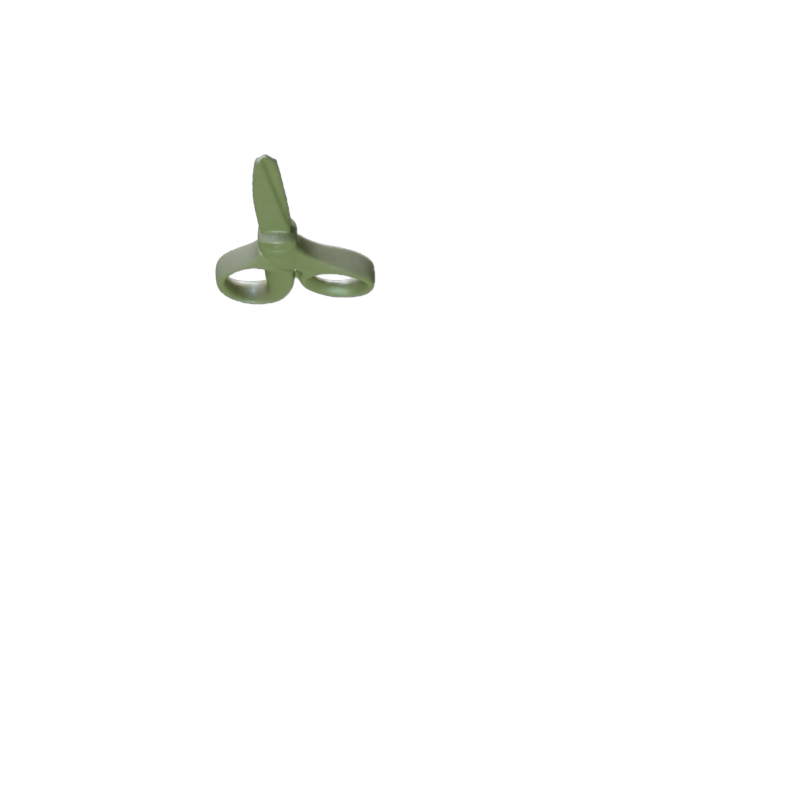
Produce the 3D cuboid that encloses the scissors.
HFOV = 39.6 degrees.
[{"bbox_3d":[-0.043,-0.078,0.549,0.094,0.016,0.199,3,-11,-17],"label":"scissors"}]
